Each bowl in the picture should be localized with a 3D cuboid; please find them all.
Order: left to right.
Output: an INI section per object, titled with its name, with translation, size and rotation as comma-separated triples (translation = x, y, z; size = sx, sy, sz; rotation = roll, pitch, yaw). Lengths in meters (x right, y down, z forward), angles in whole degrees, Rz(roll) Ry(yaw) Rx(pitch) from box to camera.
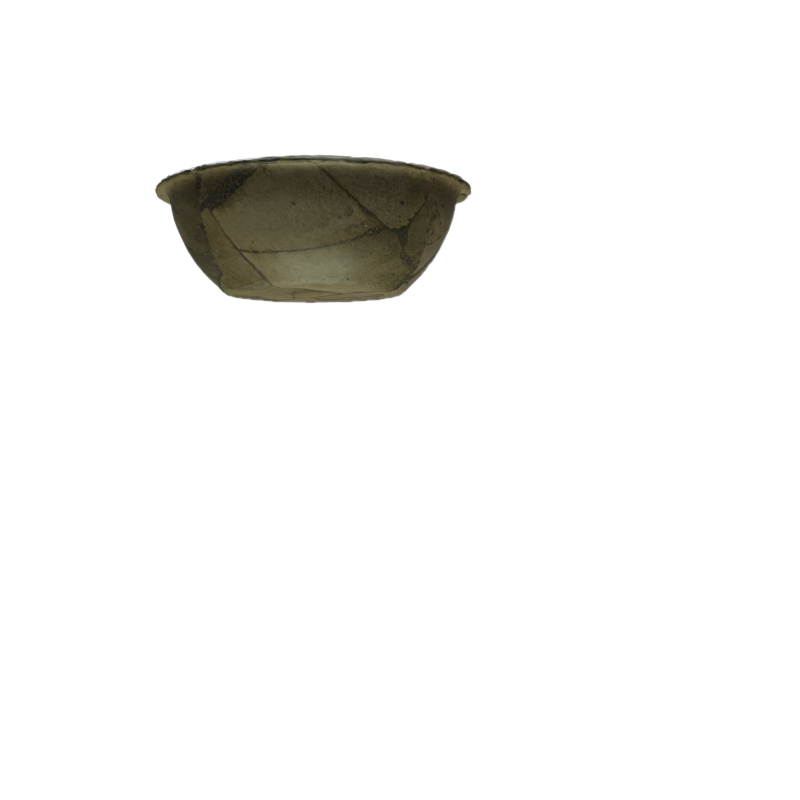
[bowl]
translation = -0.044, -0.081, 0.568
size = 0.162, 0.056, 0.161
rotation = 0, -1, -2
